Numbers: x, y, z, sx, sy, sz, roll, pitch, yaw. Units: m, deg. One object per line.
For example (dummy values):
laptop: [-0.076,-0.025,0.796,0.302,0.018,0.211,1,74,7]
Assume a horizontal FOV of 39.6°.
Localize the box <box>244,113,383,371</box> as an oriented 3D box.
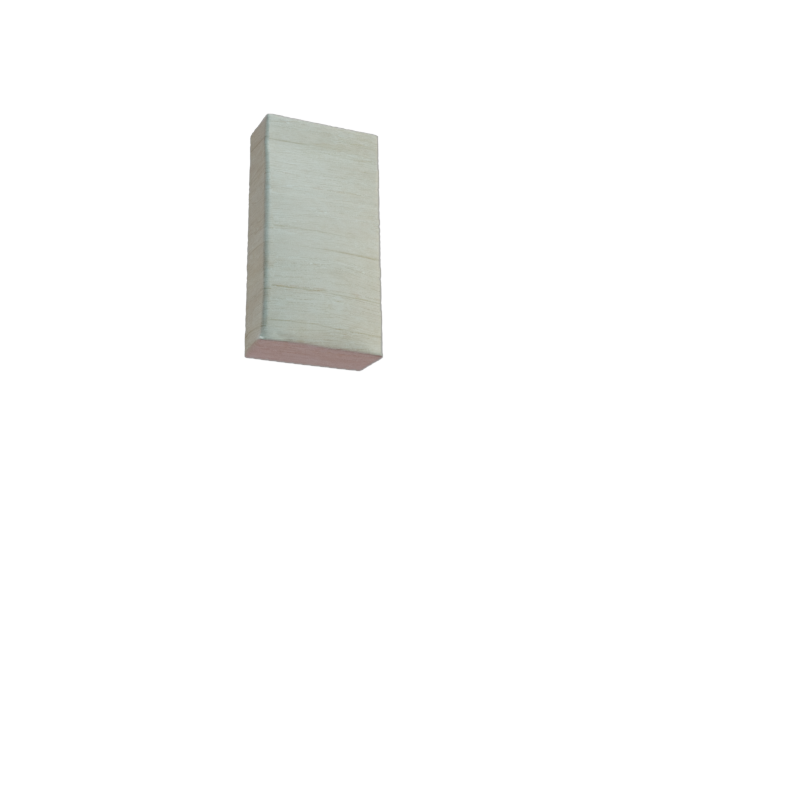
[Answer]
box: [-0.063,-0.115,0.806,0.090,0.186,0.047,8,-25,-22]
